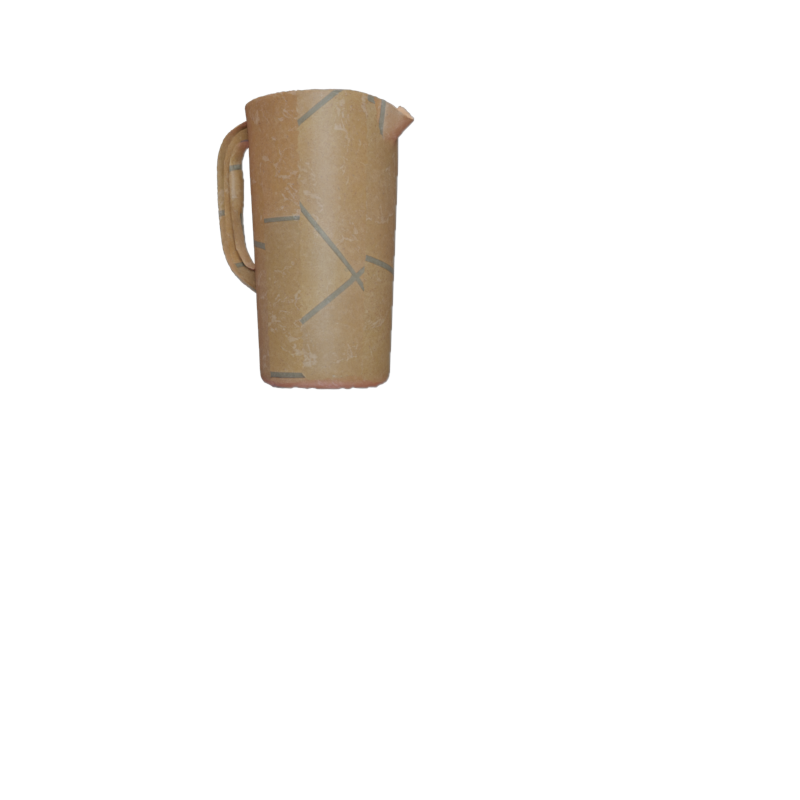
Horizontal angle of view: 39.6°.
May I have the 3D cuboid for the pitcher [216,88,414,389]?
[{"bbox_3d":[-0.073,-0.133,0.935,0.142,0.246,0.151,1,-3,-17],"label":"pitcher"}]
